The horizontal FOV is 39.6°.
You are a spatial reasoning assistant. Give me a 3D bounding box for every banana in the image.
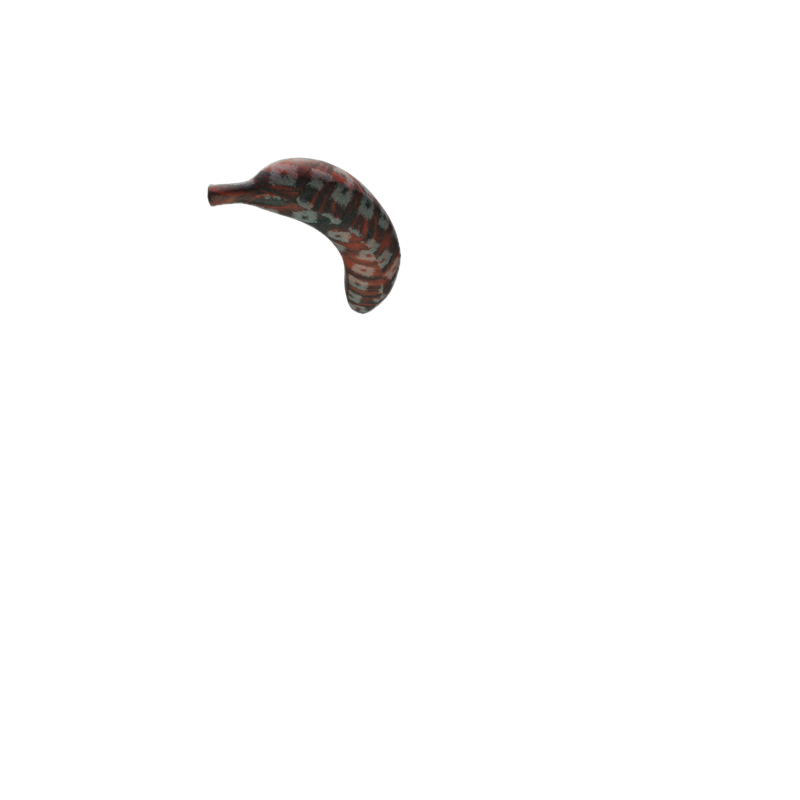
[{"bbox_3d":[-0.038,-0.102,0.675,0.071,0.039,0.184,-10,-22,24],"label":"banana"}]
